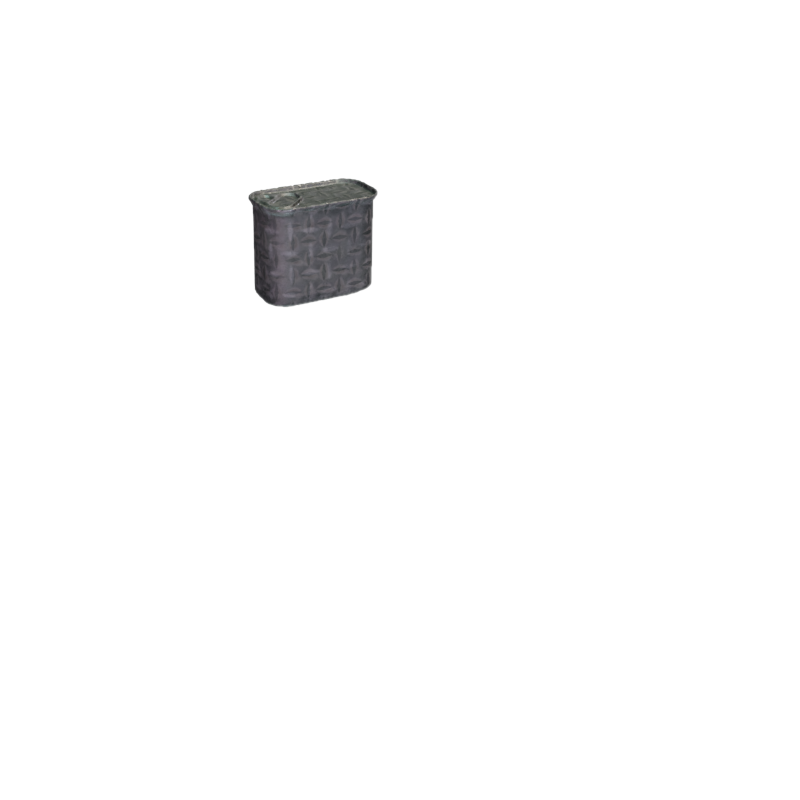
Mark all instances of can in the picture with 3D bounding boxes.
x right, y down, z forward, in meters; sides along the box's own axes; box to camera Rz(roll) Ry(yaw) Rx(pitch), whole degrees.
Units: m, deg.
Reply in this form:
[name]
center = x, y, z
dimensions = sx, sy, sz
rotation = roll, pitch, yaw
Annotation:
[can]
center = -0.071, -0.129, 0.904
dimensions = 0.100, 0.080, 0.061
rotation = -12, 26, -27
